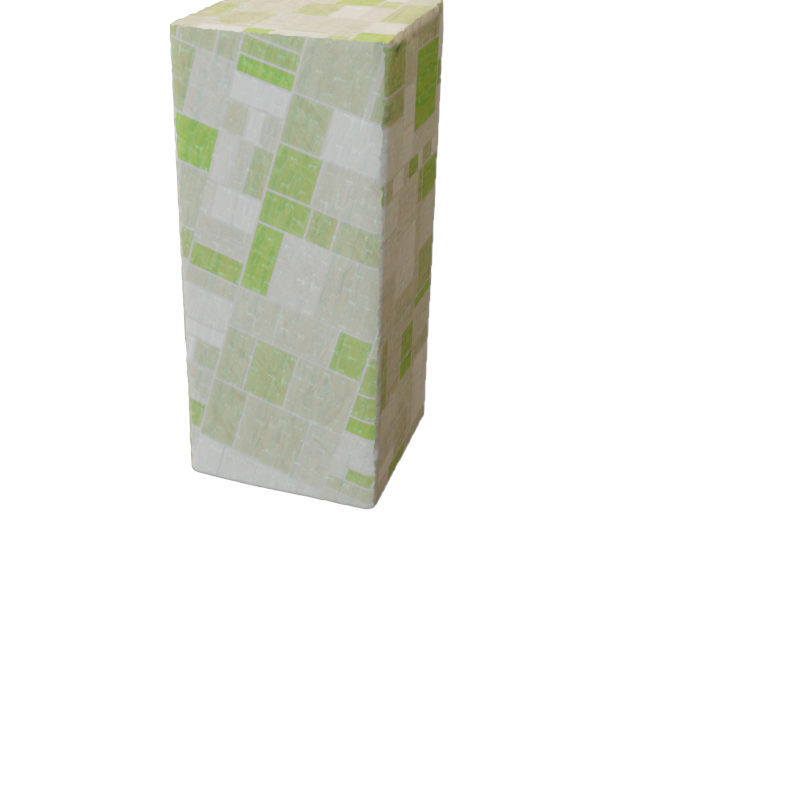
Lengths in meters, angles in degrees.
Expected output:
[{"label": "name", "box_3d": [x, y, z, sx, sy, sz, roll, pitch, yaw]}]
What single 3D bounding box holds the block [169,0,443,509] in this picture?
[{"label": "block", "box_3d": [-0.038, -0.070, 0.489, 0.093, 0.195, 0.093, 10, 27, 16]}]
